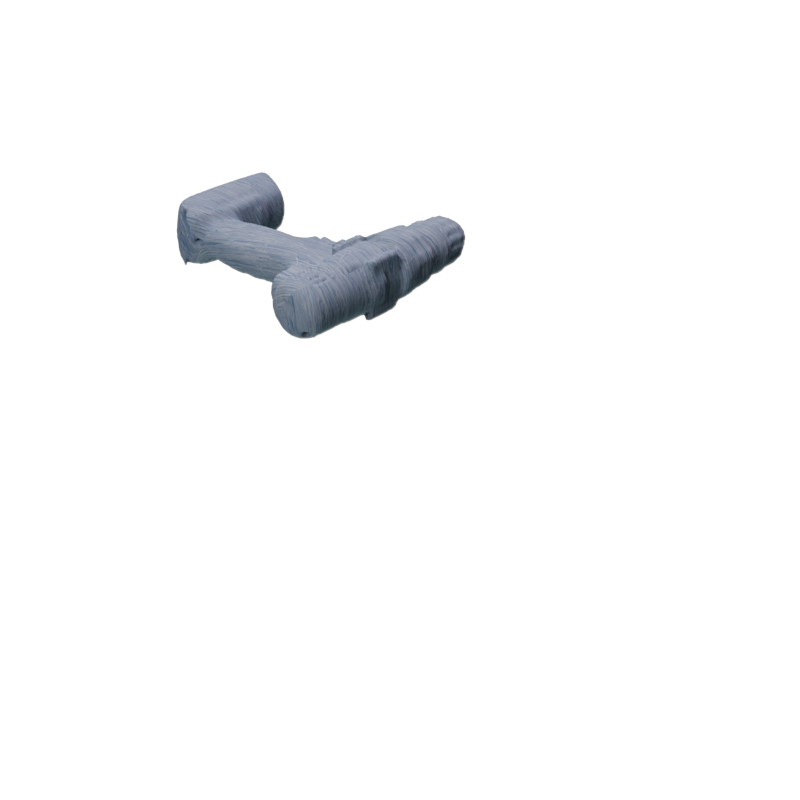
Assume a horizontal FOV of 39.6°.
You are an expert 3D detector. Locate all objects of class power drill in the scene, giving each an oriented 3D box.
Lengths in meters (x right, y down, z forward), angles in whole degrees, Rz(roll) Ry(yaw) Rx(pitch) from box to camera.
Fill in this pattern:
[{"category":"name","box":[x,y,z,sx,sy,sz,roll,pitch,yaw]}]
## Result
[{"category":"power drill","box":[-0.068,-0.123,0.863,0.200,0.054,0.183,25,38,37]}]
